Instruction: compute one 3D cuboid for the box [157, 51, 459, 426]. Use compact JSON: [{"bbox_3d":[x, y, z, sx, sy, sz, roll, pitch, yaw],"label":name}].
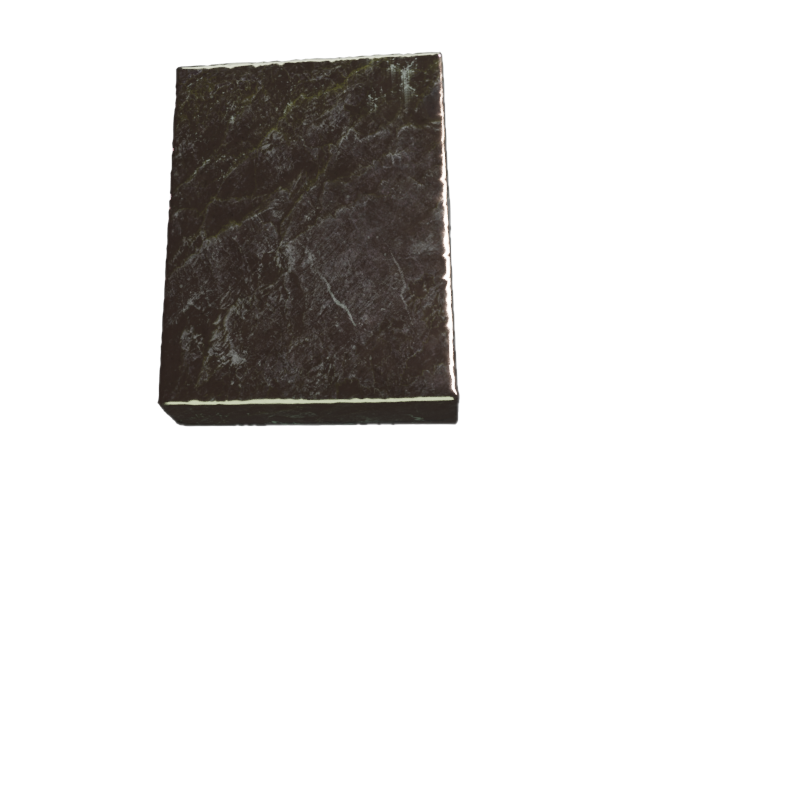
[{"bbox_3d":[-0.051,-0.094,0.656,0.165,0.225,0.068,-3,-21,4],"label":"box"}]
